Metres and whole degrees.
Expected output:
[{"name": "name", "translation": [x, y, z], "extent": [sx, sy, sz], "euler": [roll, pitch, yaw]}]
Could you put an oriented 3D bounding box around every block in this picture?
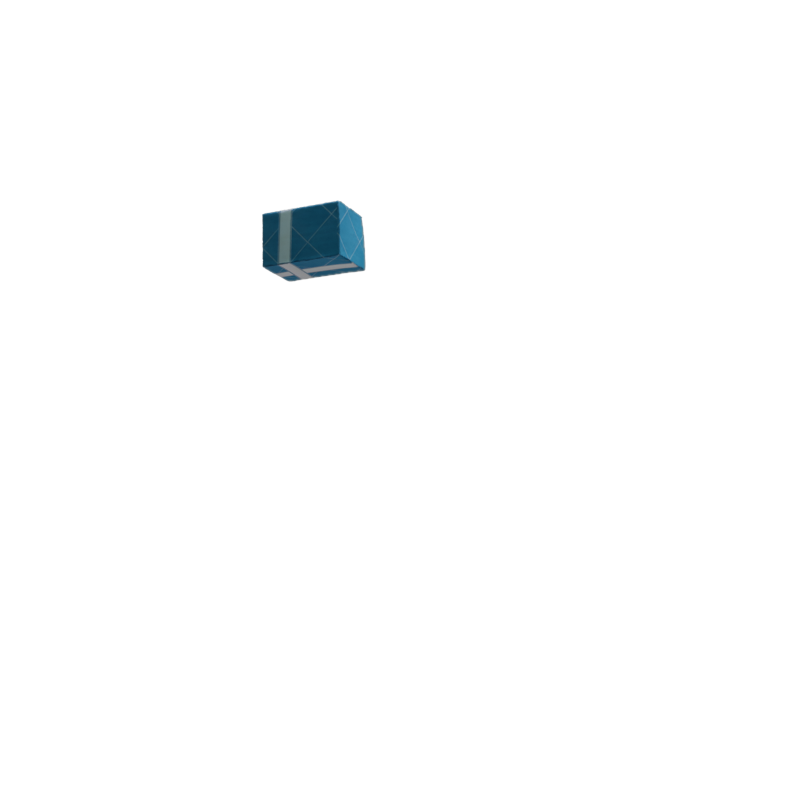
[{"name": "block", "translation": [-0.076, -0.139, 0.974], "extent": [0.080, 0.053, 0.050], "euler": [-6, -15, 23]}]
